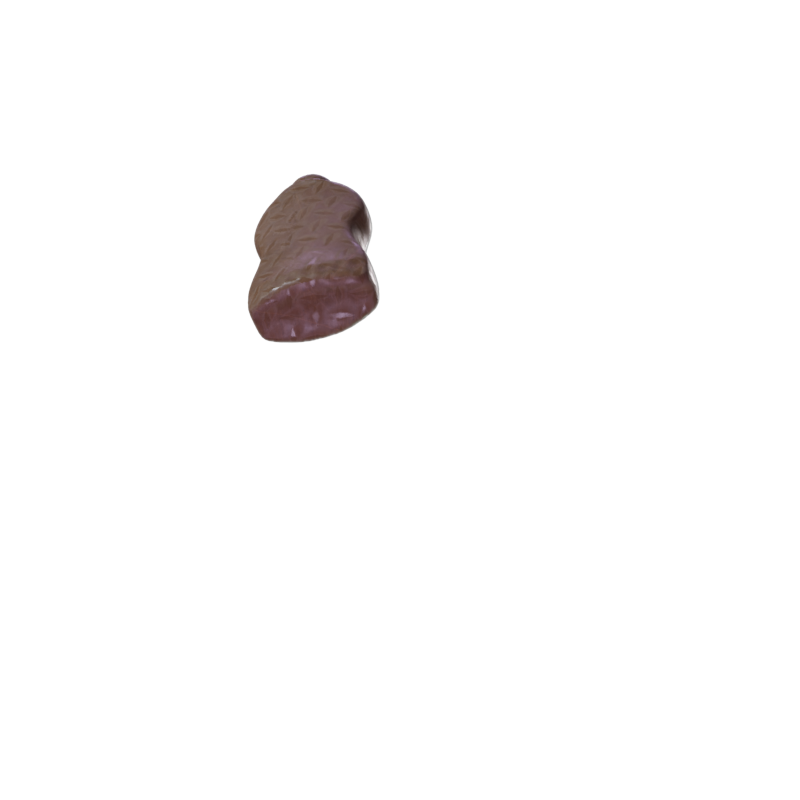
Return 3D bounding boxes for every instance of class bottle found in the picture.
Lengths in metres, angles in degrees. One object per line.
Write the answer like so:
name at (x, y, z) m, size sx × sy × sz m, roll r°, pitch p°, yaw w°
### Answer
bottle at (-0.070, -0.128, 0.890) m, size 0.096 × 0.054 × 0.205 m, roll -18°, pitch 37°, yaw 10°
